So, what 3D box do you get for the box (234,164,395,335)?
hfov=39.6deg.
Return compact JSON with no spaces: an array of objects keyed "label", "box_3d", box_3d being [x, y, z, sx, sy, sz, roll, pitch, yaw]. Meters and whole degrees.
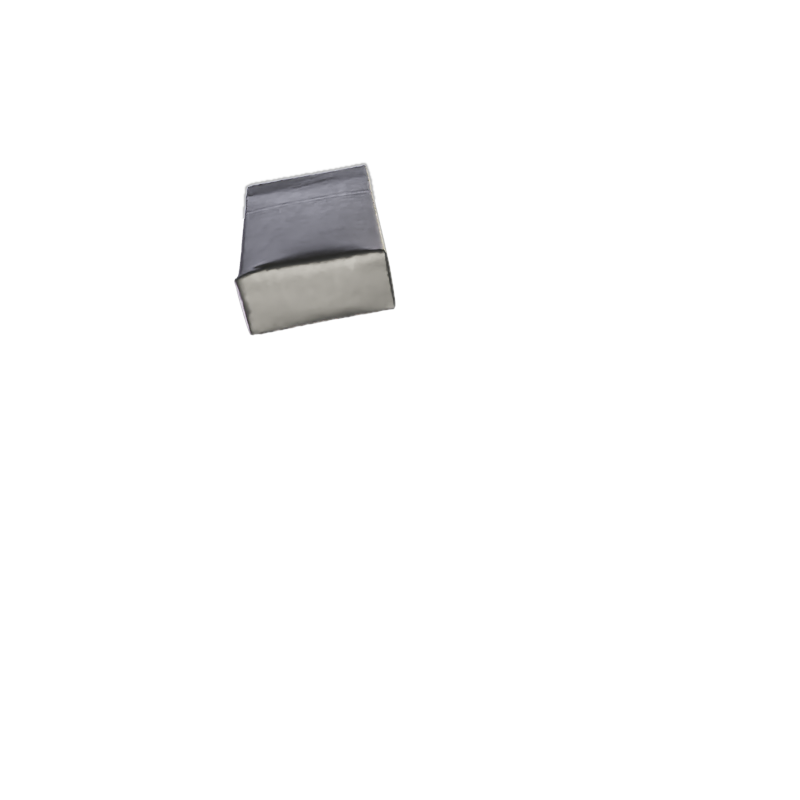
[{"label":"box","box_3d":[-0.058,-0.105,0.739,0.093,0.045,0.185,-10,26,1]}]
